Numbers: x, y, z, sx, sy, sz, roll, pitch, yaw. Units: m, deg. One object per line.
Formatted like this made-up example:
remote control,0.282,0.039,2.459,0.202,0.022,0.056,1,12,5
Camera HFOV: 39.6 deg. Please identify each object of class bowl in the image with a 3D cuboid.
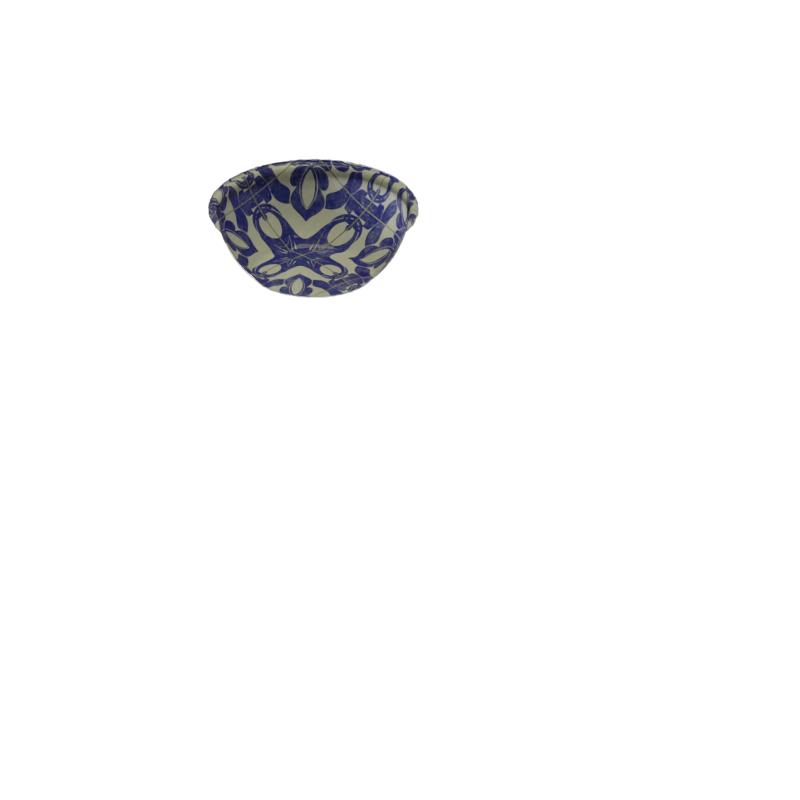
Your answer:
bowl,-0.066,-0.120,0.842,0.162,0.058,0.154,1,-20,-2
